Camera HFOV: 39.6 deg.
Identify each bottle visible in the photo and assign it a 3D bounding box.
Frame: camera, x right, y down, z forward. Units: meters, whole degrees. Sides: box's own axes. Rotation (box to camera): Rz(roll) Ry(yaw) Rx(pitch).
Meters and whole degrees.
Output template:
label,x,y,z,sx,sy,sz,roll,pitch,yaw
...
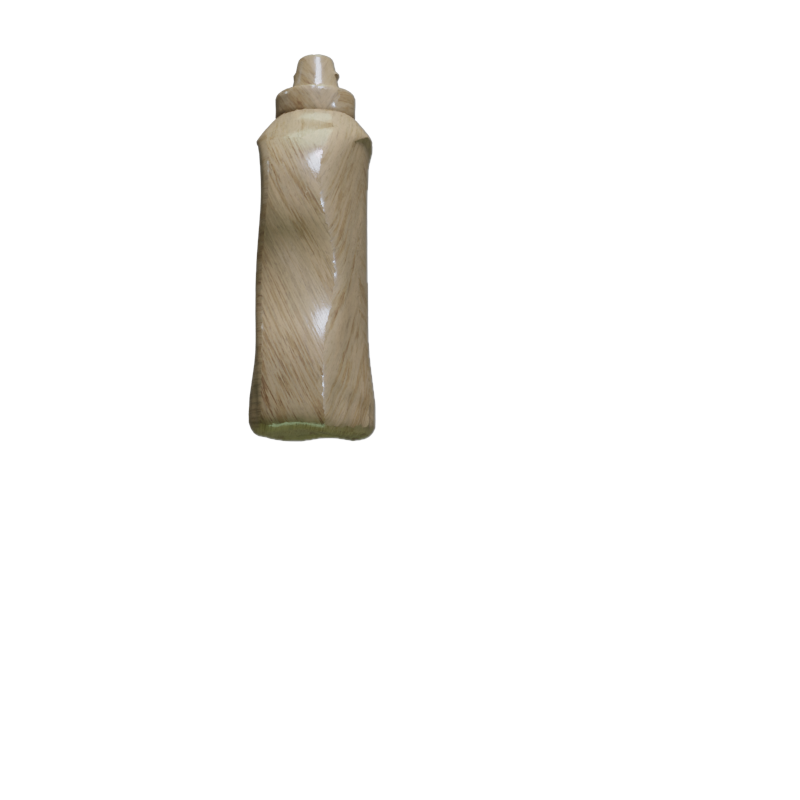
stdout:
label,x,y,z,sx,sy,sz,roll,pitch,yaw
bottle,-0.042,-0.078,0.548,0.059,0.198,0.092,-3,-12,10
